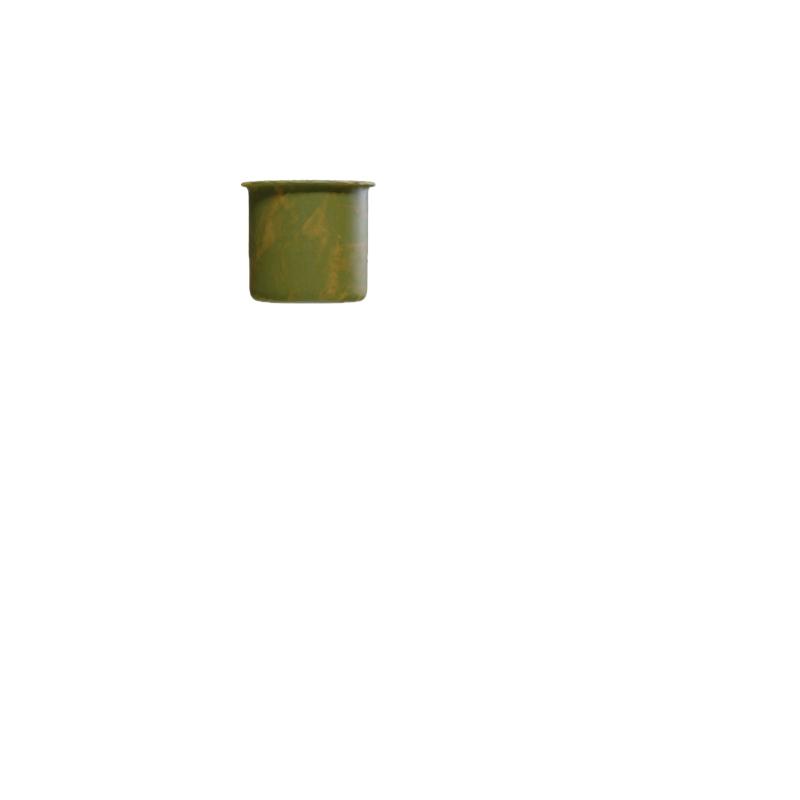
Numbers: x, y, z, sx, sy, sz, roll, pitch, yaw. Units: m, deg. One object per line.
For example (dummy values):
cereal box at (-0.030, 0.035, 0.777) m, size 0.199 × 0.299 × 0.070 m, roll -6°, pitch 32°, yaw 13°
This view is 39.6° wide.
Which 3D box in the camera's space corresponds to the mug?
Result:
mug at (-0.061, -0.110, 0.774) m, size 0.095 × 0.081 × 0.116 m, roll 1°, pitch 6°, yaw 13°
